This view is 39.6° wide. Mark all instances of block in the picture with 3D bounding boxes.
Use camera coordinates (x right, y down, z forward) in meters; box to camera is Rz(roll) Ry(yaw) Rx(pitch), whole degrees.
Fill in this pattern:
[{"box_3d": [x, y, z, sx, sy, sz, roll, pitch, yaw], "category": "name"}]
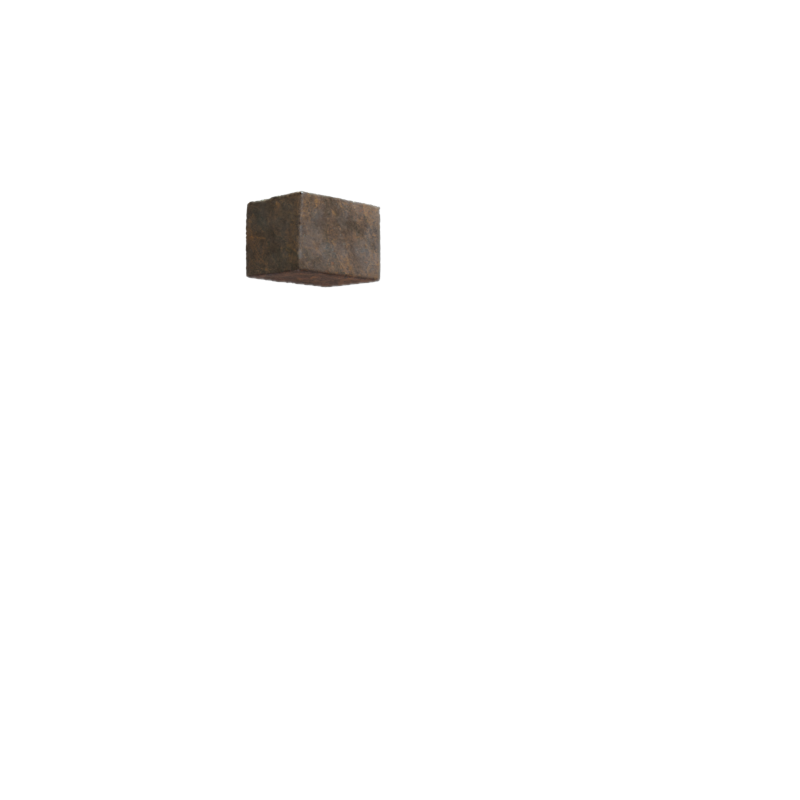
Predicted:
[{"box_3d": [-0.057, -0.104, 0.732, 0.054, 0.052, 0.074, -5, -6, 42], "category": "block"}]
